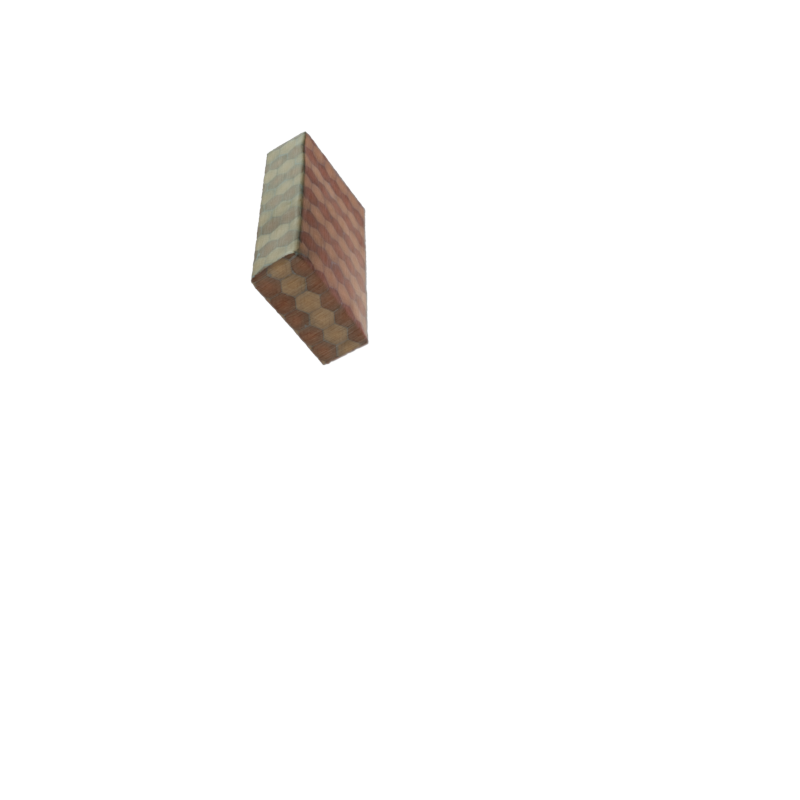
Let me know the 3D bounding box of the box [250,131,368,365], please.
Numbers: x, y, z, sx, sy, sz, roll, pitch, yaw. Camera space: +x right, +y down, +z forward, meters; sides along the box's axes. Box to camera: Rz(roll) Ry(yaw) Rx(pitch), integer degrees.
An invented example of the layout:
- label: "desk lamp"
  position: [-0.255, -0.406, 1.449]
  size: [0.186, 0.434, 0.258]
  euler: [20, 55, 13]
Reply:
- label: "box"
  position: [-0.065, -0.119, 0.835]
  size: [0.048, 0.087, 0.189]
  euler: [-29, 33, 17]
